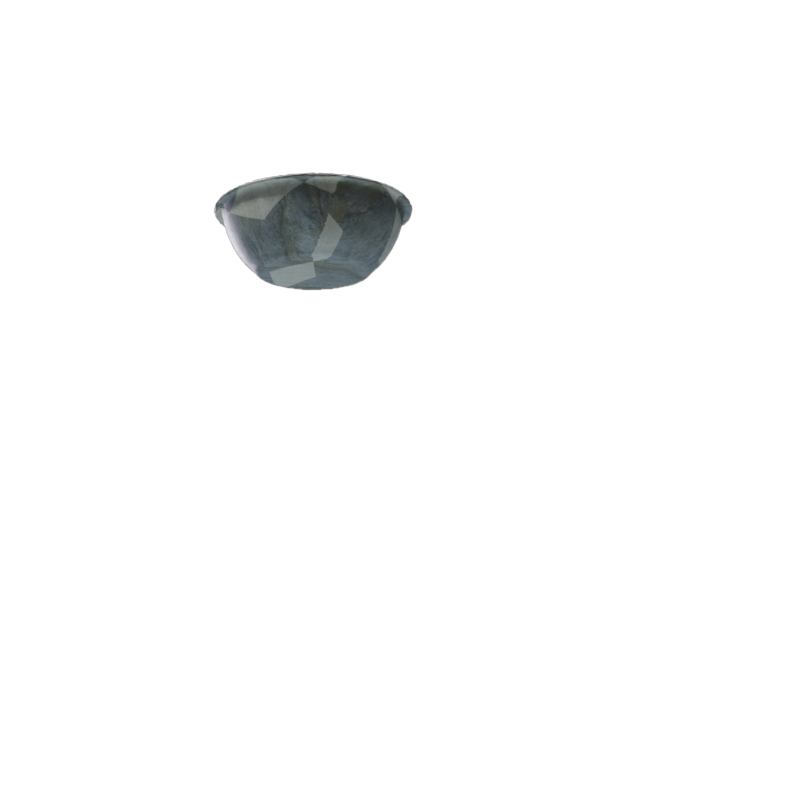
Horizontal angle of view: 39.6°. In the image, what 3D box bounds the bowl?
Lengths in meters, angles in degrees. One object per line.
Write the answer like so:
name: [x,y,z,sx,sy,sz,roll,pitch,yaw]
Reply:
bowl: [-0.070,-0.128,0.895,0.162,0.057,0.156,0,-13,-2]
